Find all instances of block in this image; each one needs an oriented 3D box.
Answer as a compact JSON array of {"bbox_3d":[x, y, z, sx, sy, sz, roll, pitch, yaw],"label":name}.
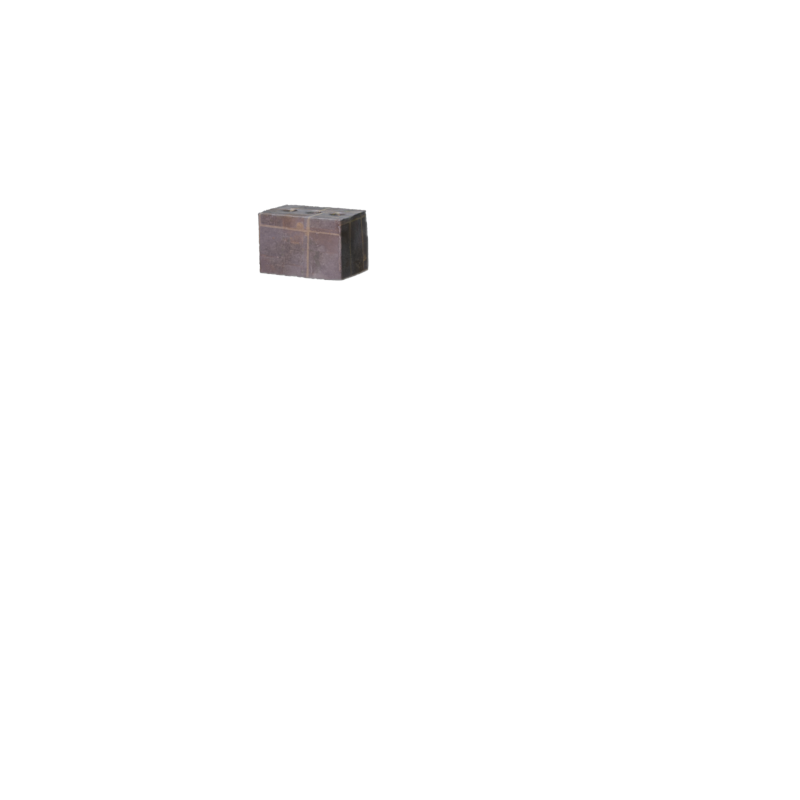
[{"bbox_3d":[-0.071,-0.130,0.911,0.081,0.050,0.052,7,16,24],"label":"block"}]
